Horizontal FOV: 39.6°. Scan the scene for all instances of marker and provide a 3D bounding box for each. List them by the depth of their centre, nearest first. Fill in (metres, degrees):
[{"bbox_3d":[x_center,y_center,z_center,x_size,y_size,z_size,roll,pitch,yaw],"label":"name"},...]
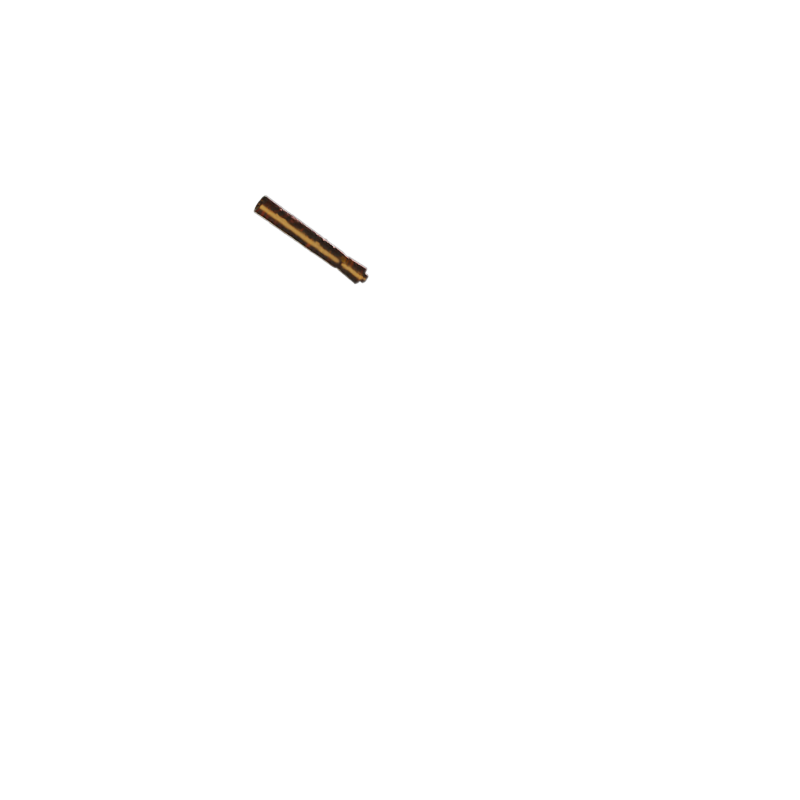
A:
[{"bbox_3d":[-0.078,-0.142,0.997,0.117,0.020,0.020,34,-7,-14],"label":"marker"}]
